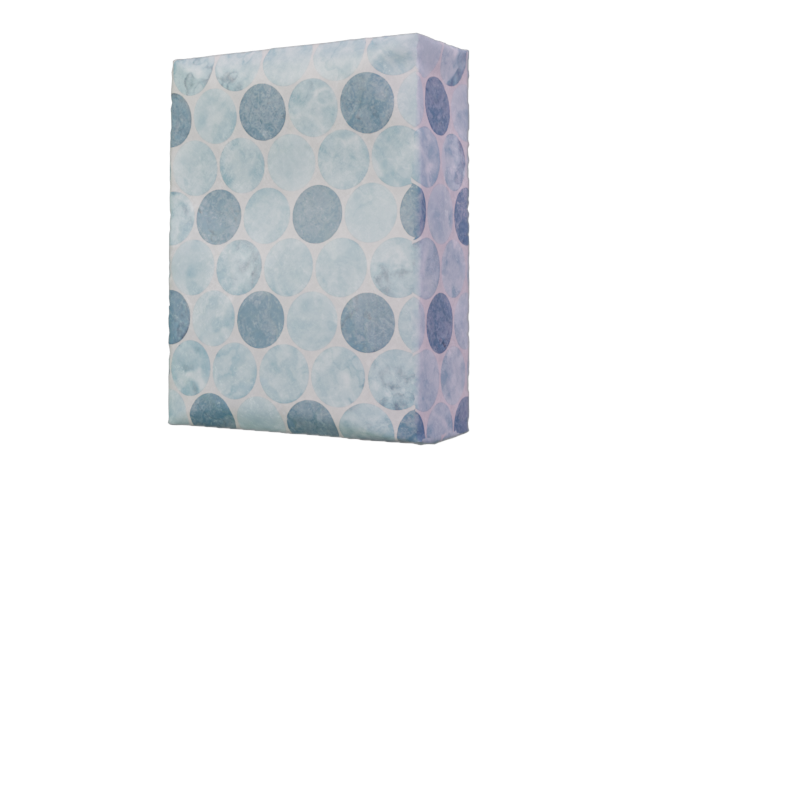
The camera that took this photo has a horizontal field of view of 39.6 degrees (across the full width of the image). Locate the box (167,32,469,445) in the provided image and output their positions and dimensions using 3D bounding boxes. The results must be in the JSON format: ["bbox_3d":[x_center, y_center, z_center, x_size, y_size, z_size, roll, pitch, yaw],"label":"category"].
[{"bbox_3d":[-0.049,-0.089,0.622,0.170,0.214,0.069,1,1,29],"label":"box"}]
